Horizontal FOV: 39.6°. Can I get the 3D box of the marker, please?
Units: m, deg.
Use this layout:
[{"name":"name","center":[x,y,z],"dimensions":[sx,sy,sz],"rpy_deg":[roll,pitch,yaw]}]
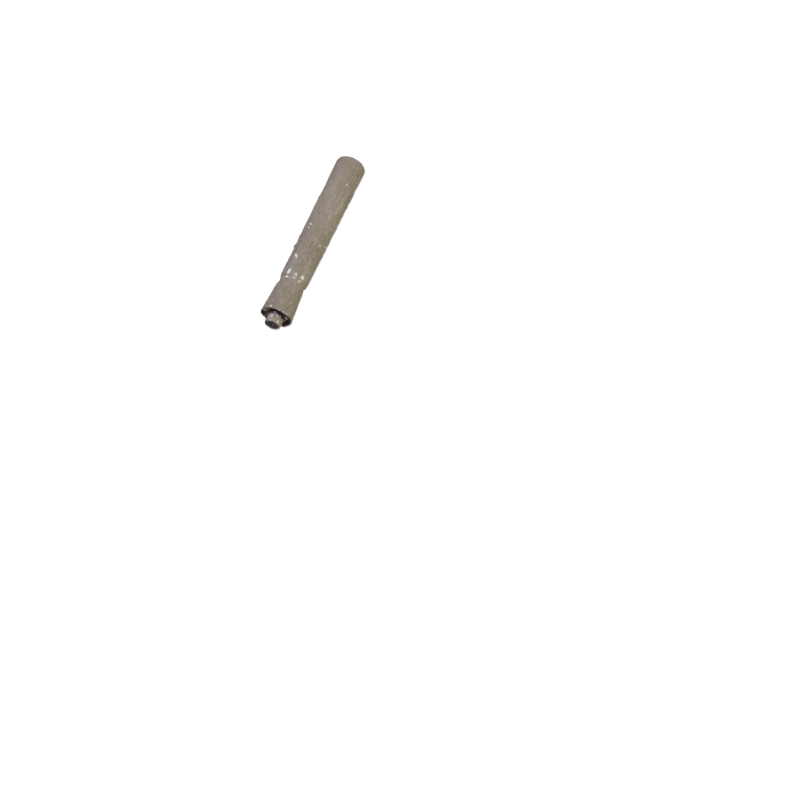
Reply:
[{"name":"marker","center":[-0.050,-0.092,0.644],"dimensions":[0.020,0.126,0.018],"rpy_deg":[18,-30,8]}]
